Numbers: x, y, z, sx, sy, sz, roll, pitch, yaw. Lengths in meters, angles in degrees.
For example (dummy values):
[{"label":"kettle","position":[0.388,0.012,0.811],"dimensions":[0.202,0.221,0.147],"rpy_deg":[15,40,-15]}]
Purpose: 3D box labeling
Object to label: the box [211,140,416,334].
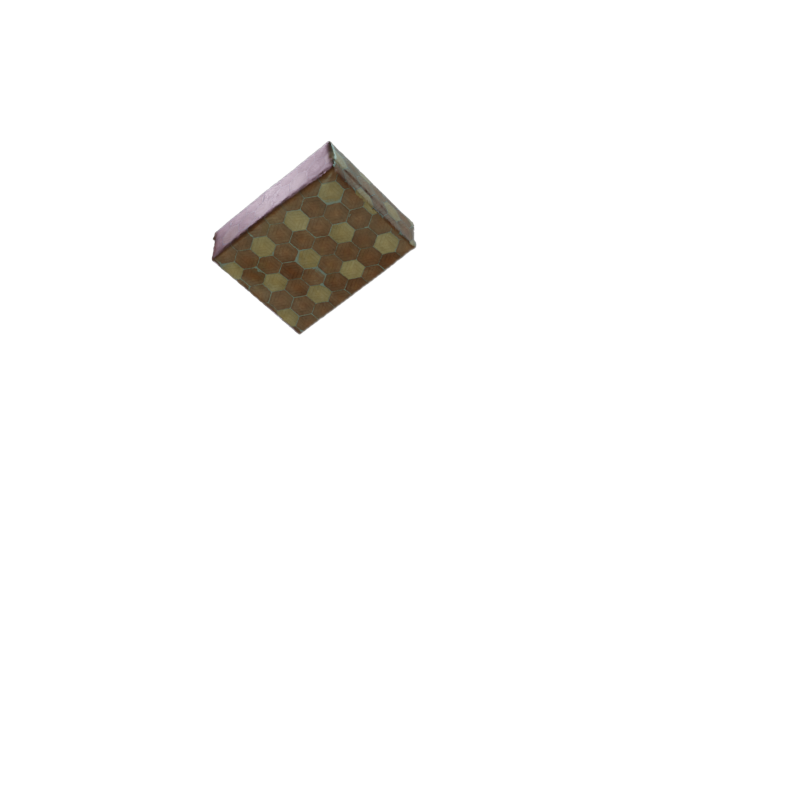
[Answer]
[{"label":"box","position":[-0.060,-0.109,0.762],"dimensions":[0.113,0.042,0.084],"rpy_deg":[-34,-59,23]}]
